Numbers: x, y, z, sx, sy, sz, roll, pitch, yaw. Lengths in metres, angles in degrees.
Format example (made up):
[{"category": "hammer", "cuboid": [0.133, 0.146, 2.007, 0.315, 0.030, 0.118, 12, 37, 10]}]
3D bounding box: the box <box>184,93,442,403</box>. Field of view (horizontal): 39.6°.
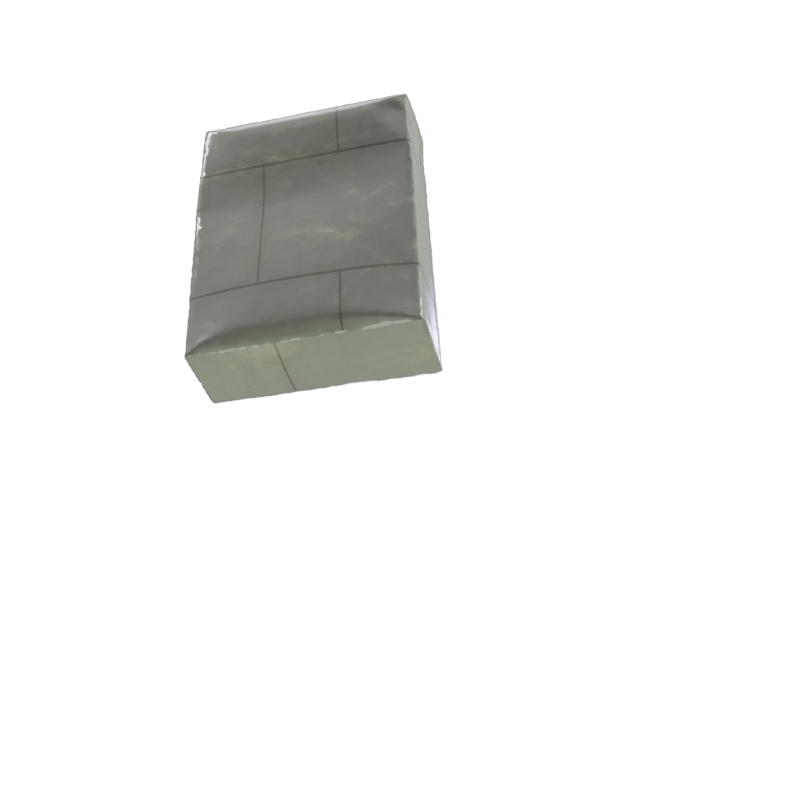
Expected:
[{"category": "box", "cuboid": [-0.062, -0.114, 0.797, 0.166, 0.229, 0.066, -9, -36, 10]}]
